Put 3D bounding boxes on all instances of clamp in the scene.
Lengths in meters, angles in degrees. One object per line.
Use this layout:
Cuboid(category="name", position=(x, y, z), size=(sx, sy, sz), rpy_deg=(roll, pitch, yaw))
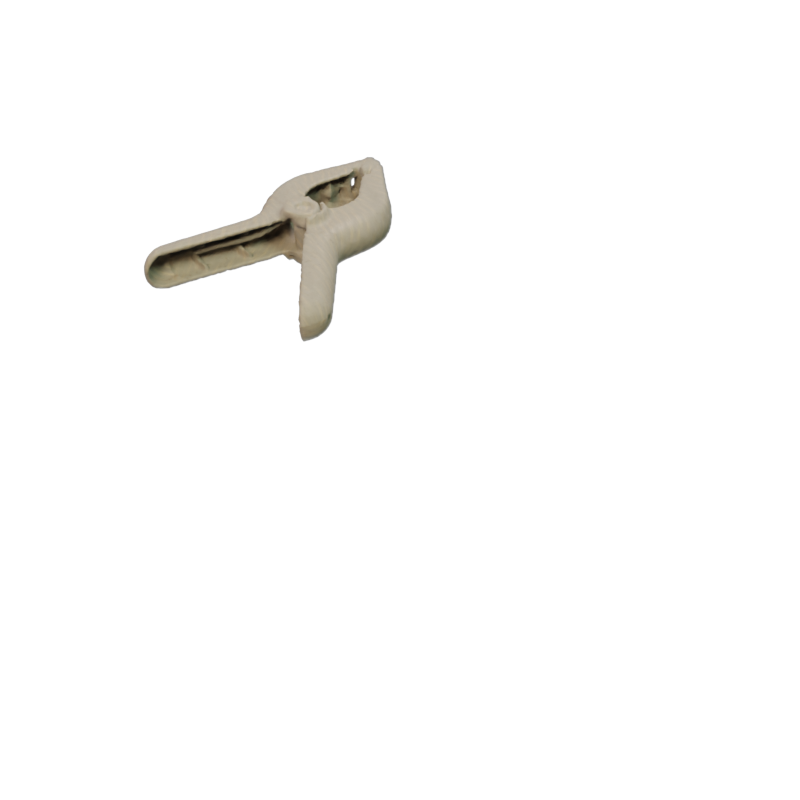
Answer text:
Cuboid(category="clamp", position=(-0.051, -0.093, 0.651), size=(0.127, 0.037, 0.173), rpy_deg=(29, 49, 28))
